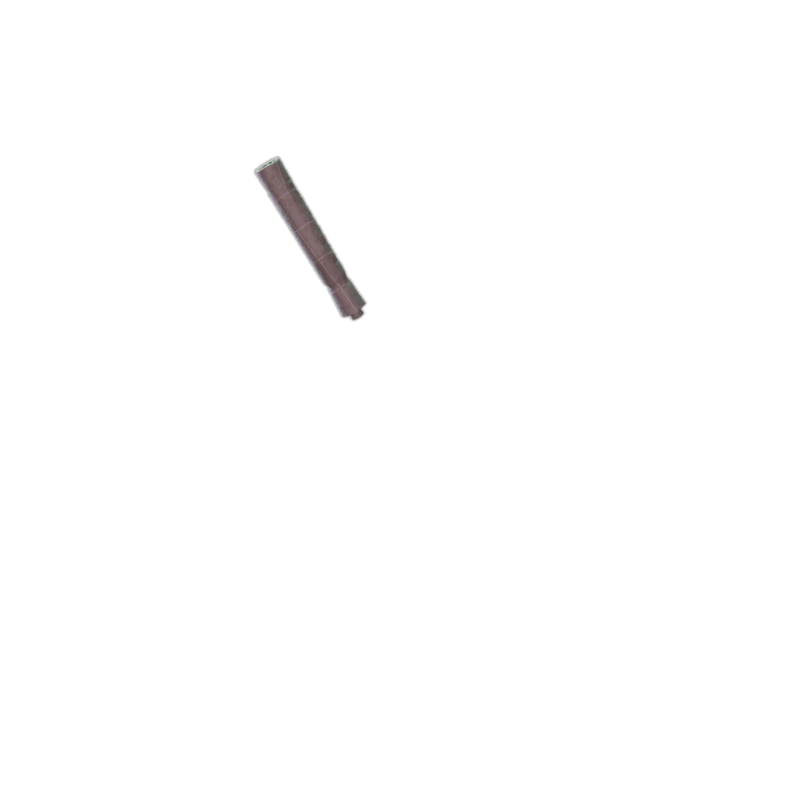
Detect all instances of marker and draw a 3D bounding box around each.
[{"bbox_3d":[-0.058,-0.106,0.740,0.020,0.117,0.020,-30,11,6],"label":"marker"}]
